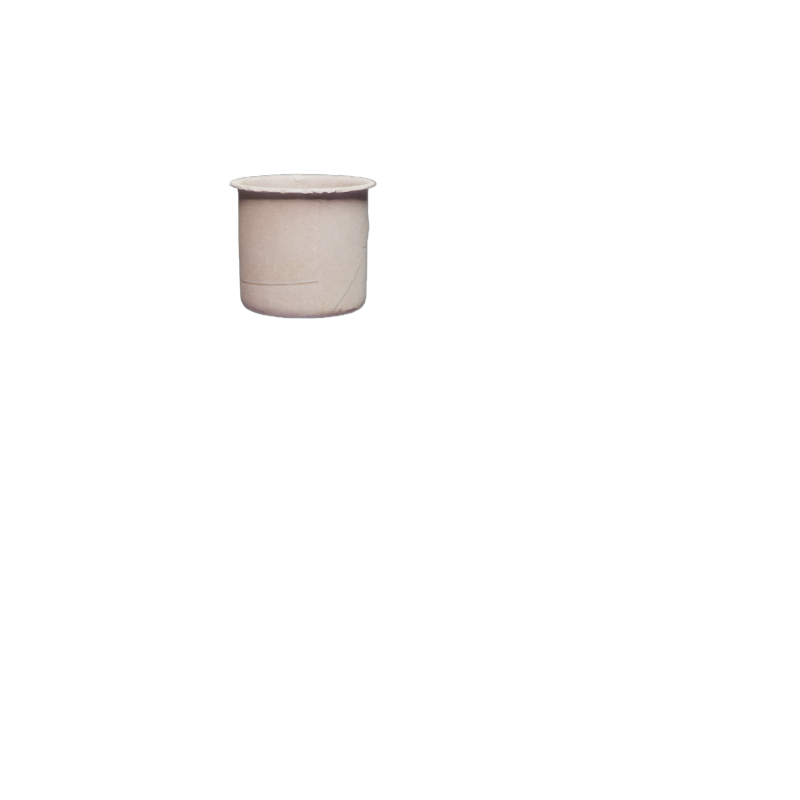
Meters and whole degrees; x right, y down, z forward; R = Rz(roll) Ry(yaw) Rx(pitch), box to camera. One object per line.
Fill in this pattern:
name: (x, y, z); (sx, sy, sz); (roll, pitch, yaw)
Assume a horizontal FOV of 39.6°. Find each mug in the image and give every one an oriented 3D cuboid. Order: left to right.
mug: (-0.056, -0.102, 0.717); (0.097, 0.079, 0.116); (8, 16, 29)
